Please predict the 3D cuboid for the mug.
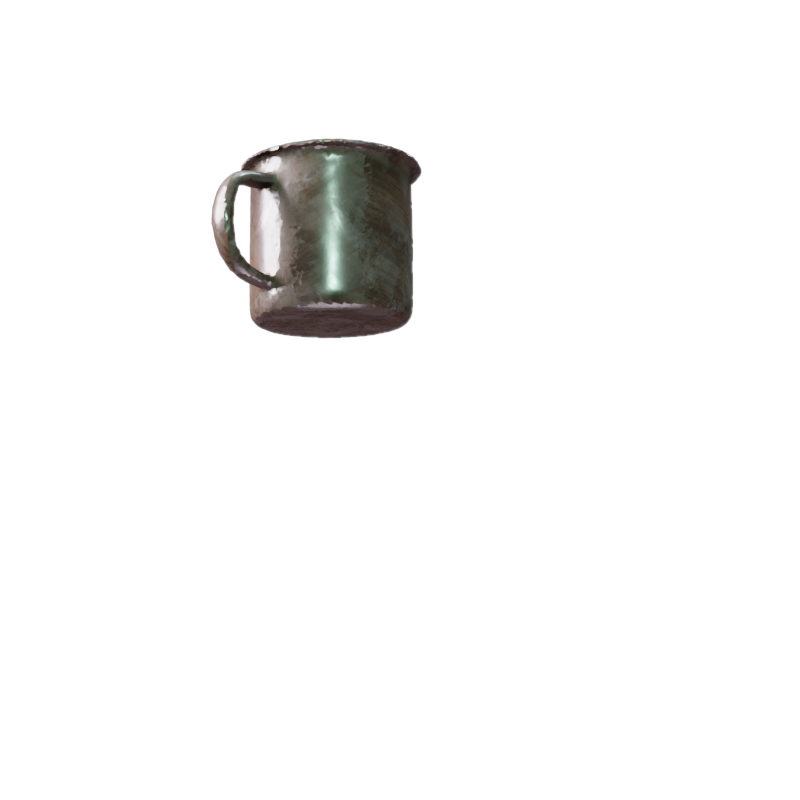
[{"bbox_3d":[-0.043,-0.079,0.553,0.111,0.084,0.095,10,-16,-43],"label":"mug"}]
